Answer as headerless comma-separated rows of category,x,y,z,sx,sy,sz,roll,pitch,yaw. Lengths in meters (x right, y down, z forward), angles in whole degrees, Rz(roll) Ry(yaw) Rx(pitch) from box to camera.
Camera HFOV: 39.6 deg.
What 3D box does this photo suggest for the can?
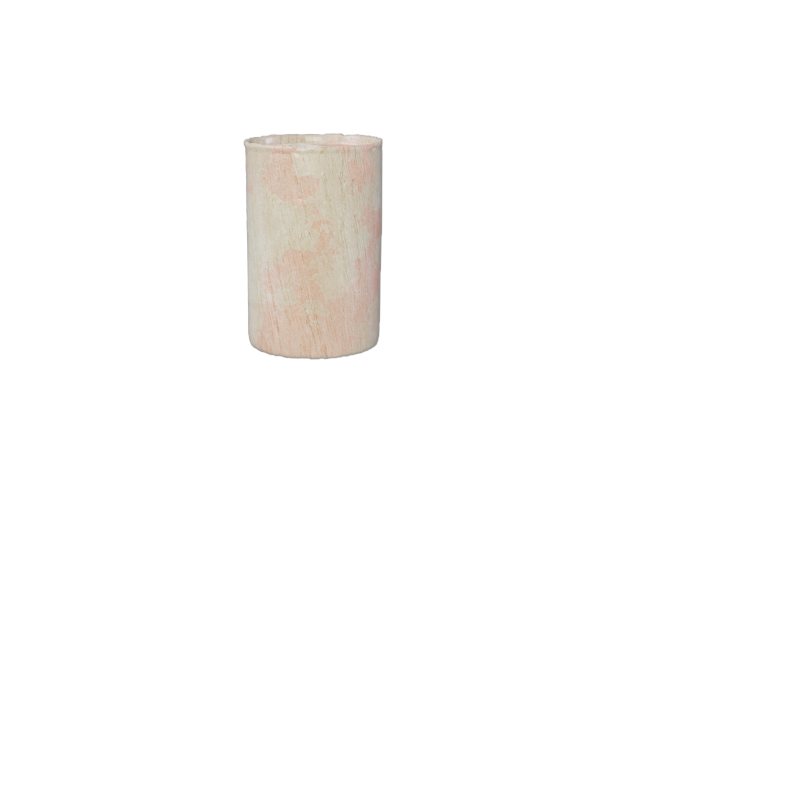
can,-0.043,-0.078,0.549,0.068,0.099,0.071,0,14,-2
